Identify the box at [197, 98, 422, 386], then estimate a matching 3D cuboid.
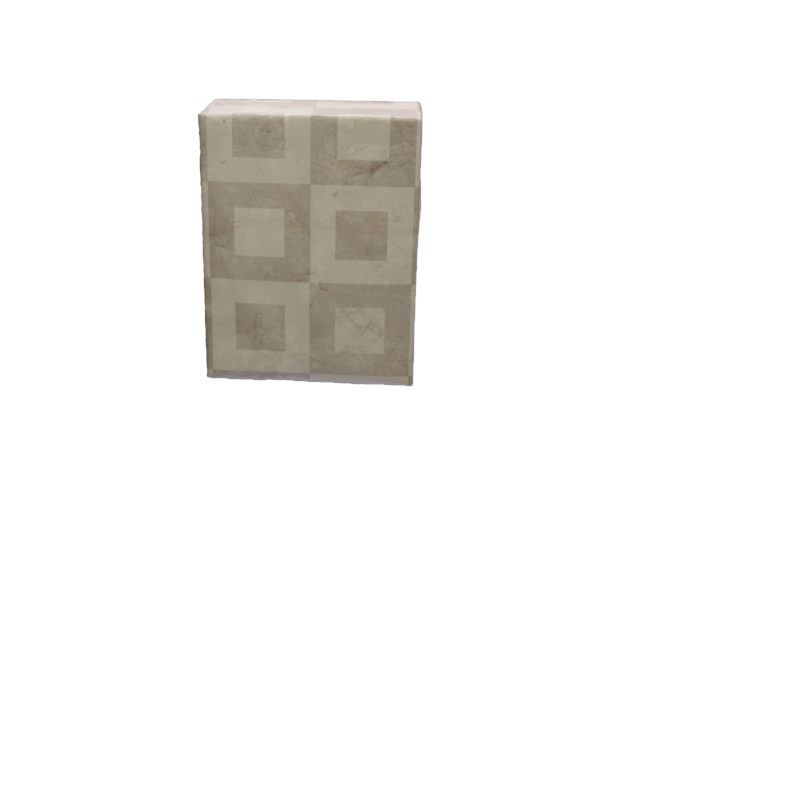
[{"bbox_3d":[-0.067,-0.122,0.855,0.165,0.204,0.075,3,20,4],"label":"box"}]
